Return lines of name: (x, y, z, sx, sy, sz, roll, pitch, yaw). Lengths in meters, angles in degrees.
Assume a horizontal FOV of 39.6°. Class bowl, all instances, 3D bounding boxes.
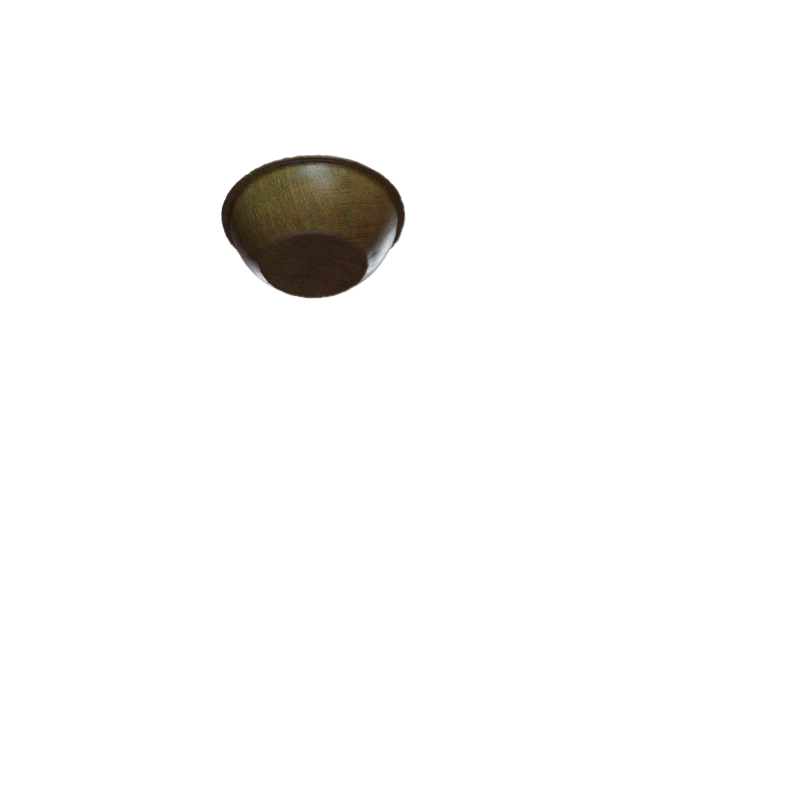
bowl: (-0.075, -0.136, 0.953, 0.162, 0.059, 0.151, 1, -35, -2)
